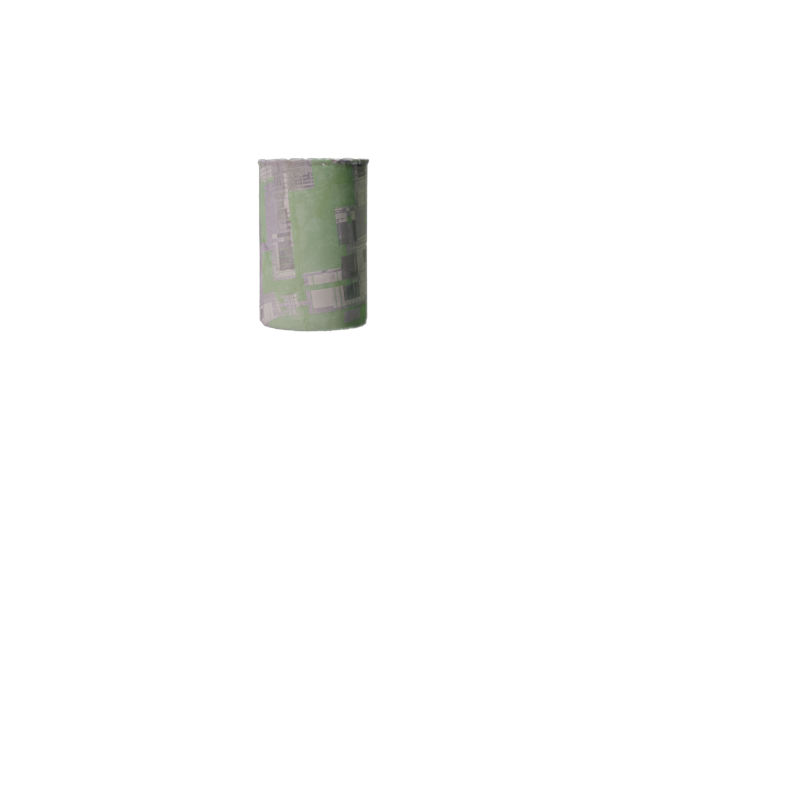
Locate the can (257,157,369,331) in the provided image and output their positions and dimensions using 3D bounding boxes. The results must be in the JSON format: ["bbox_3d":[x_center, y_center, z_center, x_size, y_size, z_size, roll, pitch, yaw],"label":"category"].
[{"bbox_3d":[-0.053,-0.097,0.681,0.068,0.101,0.070,0,6,-2],"label":"can"}]
